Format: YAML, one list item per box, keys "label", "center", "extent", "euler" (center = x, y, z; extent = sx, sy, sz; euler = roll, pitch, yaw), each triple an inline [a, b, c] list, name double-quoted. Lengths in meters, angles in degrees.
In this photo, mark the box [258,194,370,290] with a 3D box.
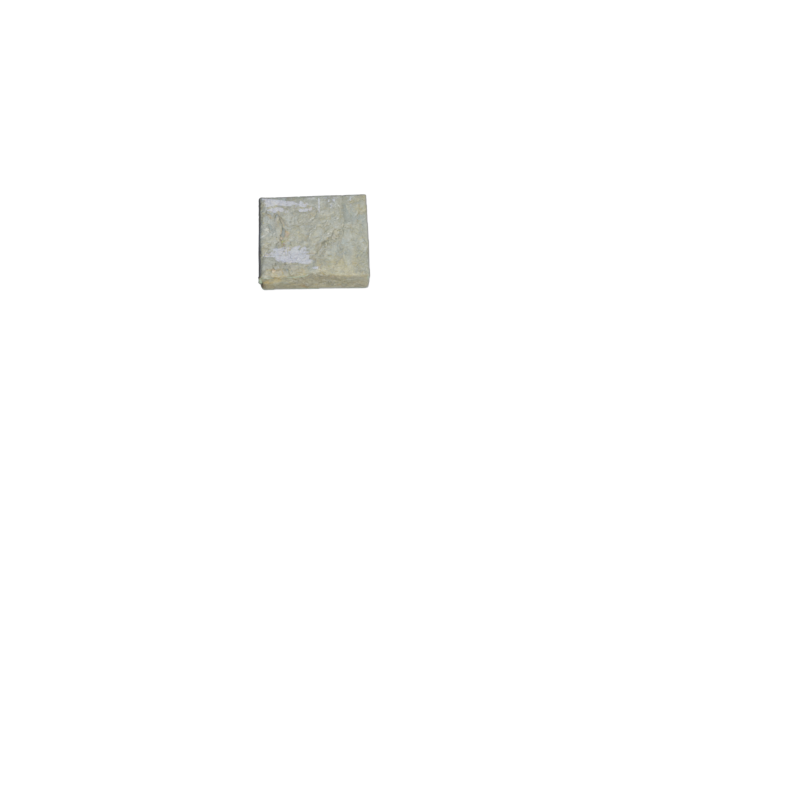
- label: "box"
  center: [-0.070, -0.128, 0.896]
  extent: [0.089, 0.077, 0.029]
  euler: [-2, -24, -1]
